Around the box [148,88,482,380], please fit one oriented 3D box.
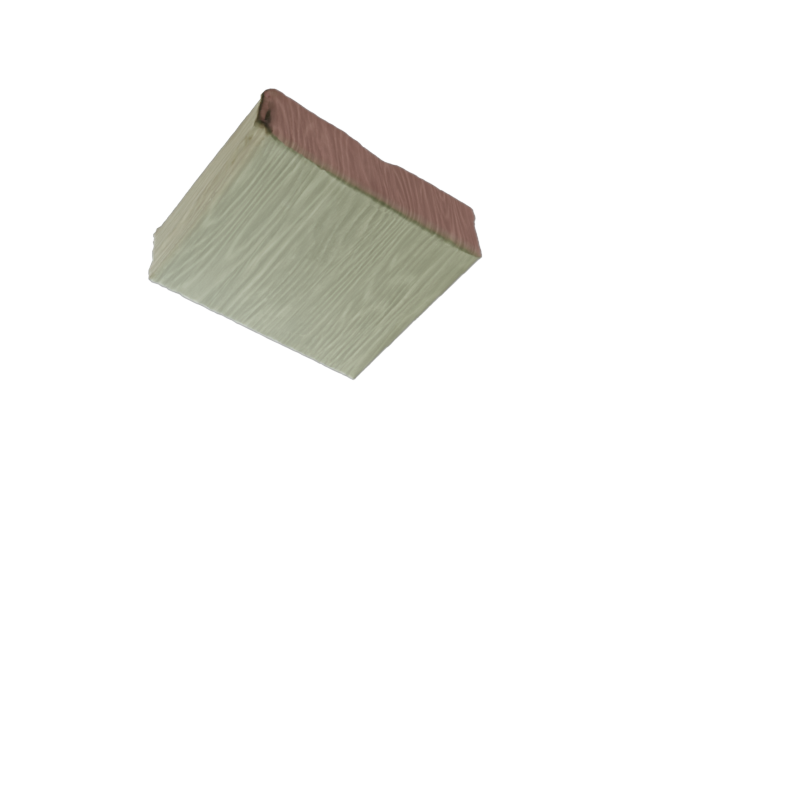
[{"bbox_3d":[-0.030,-0.054,0.379,0.085,0.032,0.071,28,-54,-23],"label":"box"}]
